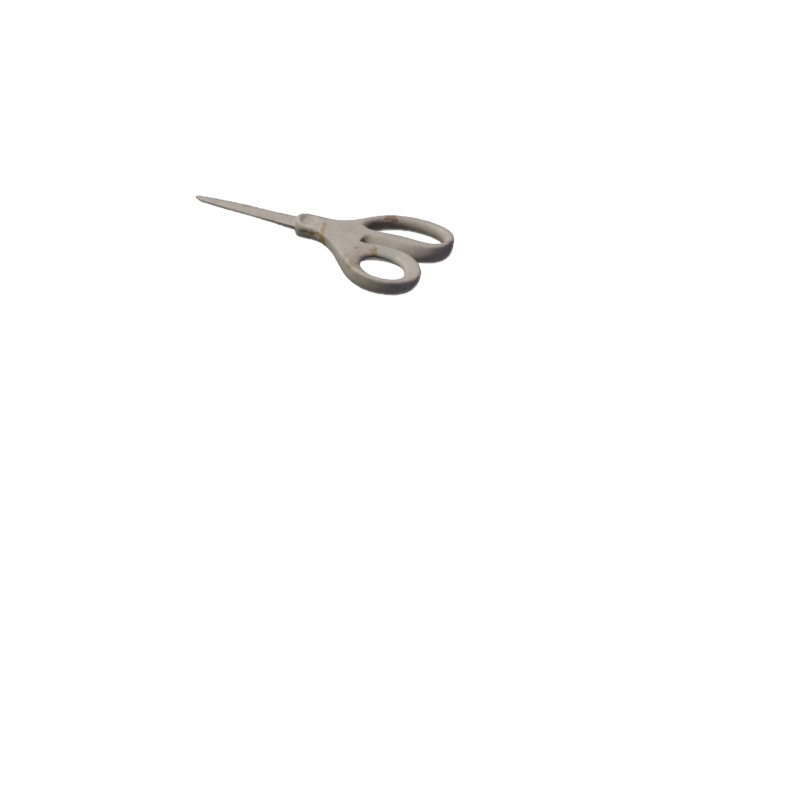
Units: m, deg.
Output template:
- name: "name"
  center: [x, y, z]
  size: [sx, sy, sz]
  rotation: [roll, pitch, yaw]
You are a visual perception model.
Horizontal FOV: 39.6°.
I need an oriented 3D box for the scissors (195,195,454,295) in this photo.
- name: "scissors"
  center: [-0.063, -0.115, 0.808]
  size: [0.204, 0.015, 0.102]
  rotation: [6, 39, 8]
